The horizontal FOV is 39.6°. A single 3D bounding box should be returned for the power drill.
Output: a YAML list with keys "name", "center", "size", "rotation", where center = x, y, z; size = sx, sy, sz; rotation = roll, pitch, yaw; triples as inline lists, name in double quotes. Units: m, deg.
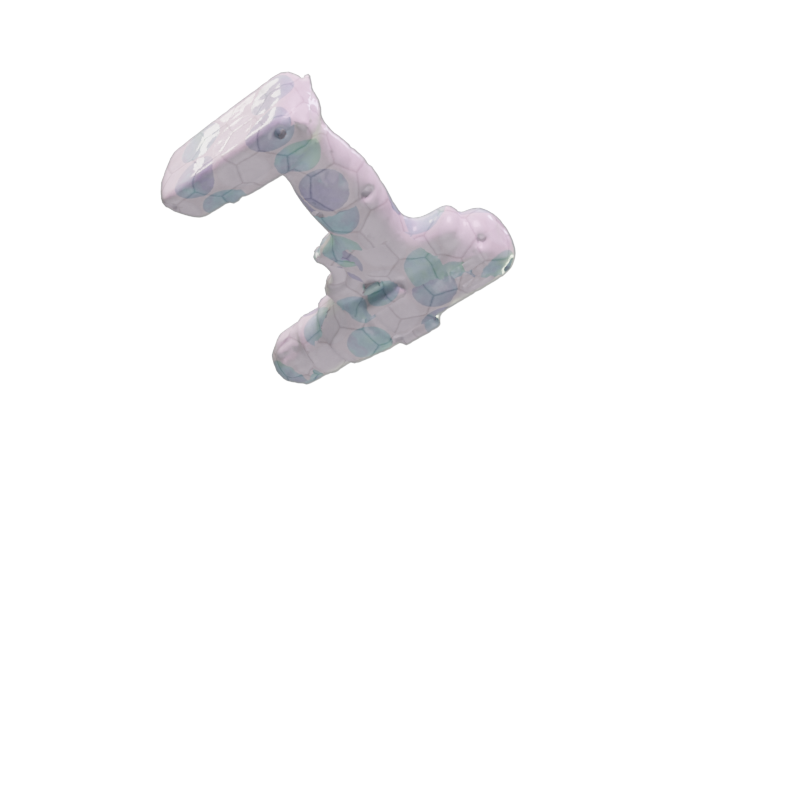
- name: "power drill"
  center: [-0.053, -0.096, 0.672]
  size: [0.183, 0.062, 0.176]
  rotation: [-32, -53, 27]
